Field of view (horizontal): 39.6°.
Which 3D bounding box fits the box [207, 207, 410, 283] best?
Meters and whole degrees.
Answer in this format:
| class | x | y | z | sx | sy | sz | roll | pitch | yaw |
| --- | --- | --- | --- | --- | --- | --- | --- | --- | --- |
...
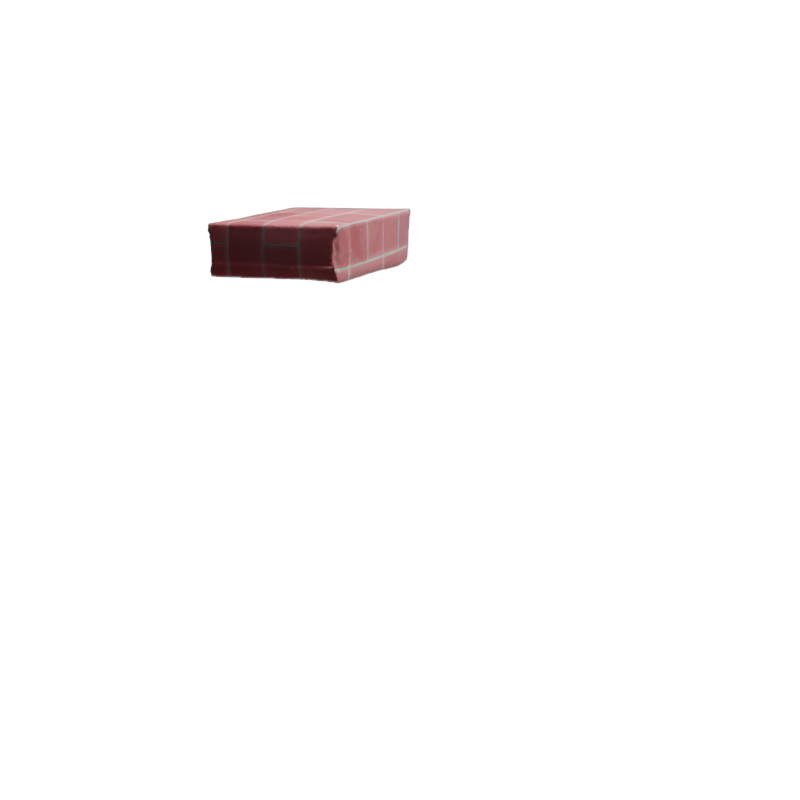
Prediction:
| class | x | y | z | sx | sy | sz | roll | pitch | yaw |
| --- | --- | --- | --- | --- | --- | --- | --- | --- | --- |
| box | -0.055 | -0.100 | 0.704 | 0.093 | 0.038 | 0.112 | 6 | 13 | 24 |
